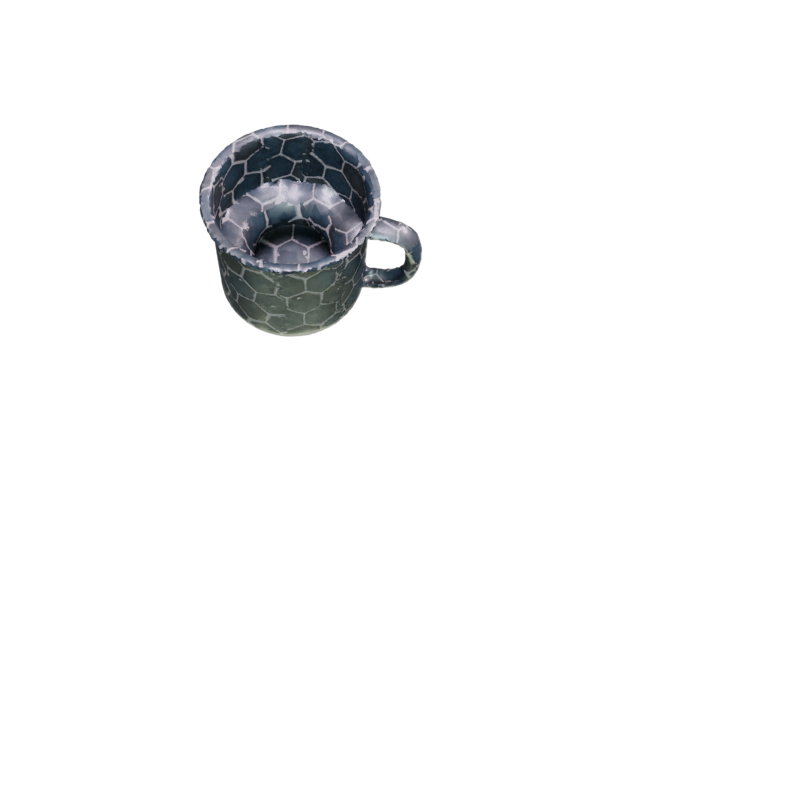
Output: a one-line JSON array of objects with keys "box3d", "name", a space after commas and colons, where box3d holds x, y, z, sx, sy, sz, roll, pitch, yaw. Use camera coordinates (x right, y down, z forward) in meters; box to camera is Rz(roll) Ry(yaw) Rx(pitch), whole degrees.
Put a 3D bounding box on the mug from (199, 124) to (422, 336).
[{"box3d": [-0.047, -0.085, 0.596, 0.118, 0.098, 0.076, 8, -30, 3], "name": "mug"}]
